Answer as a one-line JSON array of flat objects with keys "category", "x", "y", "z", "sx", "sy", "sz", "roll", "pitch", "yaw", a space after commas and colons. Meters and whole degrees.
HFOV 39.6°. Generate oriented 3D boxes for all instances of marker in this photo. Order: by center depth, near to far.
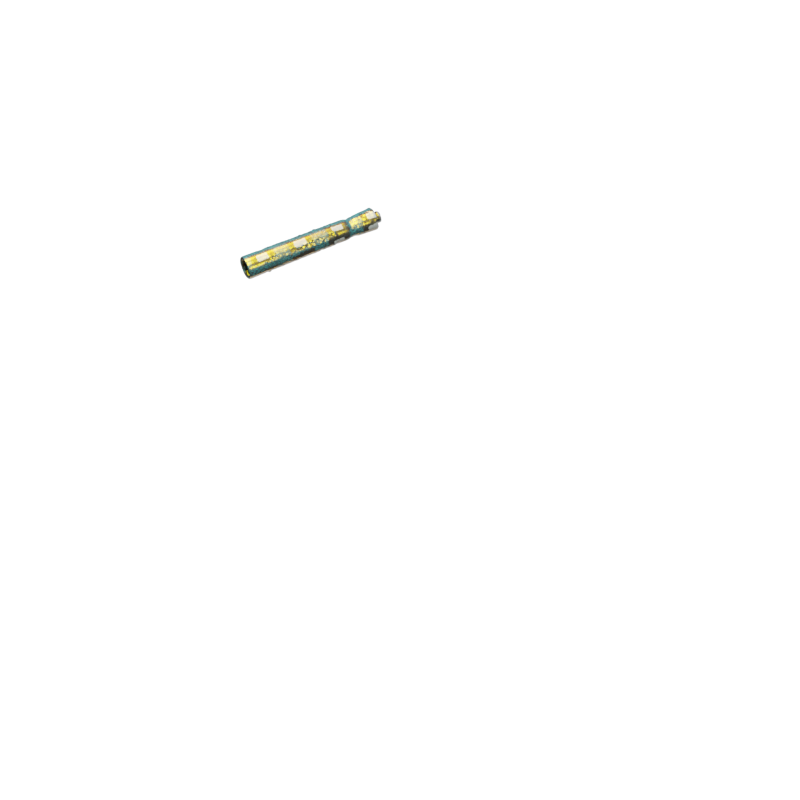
[{"category": "marker", "x": -0.069, "y": -0.127, "z": 0.886, "sx": 0.120, "sy": 0.019, "sz": 0.020, "roll": -24, "pitch": 12, "yaw": -18}]
